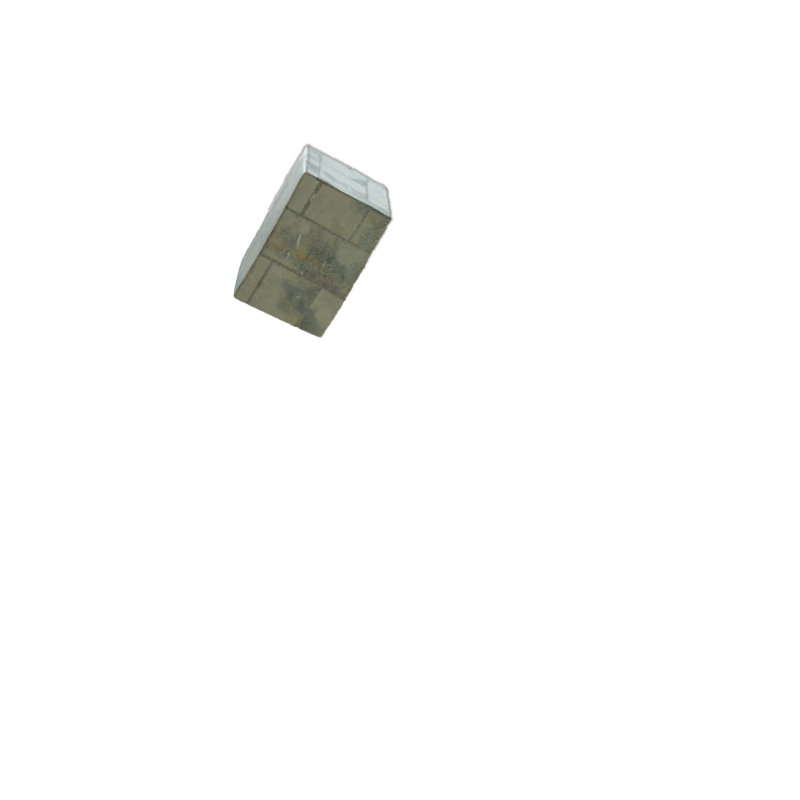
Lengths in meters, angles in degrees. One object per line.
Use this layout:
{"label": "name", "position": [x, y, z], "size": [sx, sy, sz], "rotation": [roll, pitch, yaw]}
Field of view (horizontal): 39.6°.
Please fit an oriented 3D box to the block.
{"label": "block", "position": [-0.046, -0.083, 0.582], "size": [0.051, 0.076, 0.054], "rotation": [28, 19, -13]}
